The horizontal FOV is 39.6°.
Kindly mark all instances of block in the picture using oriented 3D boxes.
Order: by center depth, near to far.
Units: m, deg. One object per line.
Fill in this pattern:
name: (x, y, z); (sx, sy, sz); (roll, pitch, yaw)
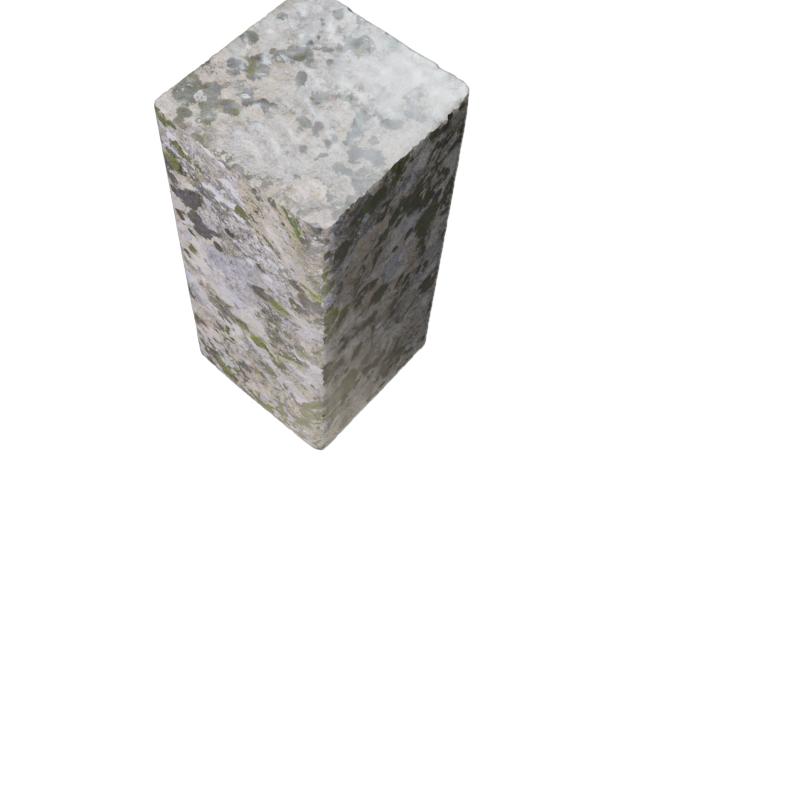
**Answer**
block: (-0.039, -0.072, 0.507); (0.094, 0.092, 0.194); (39, -23, 16)
